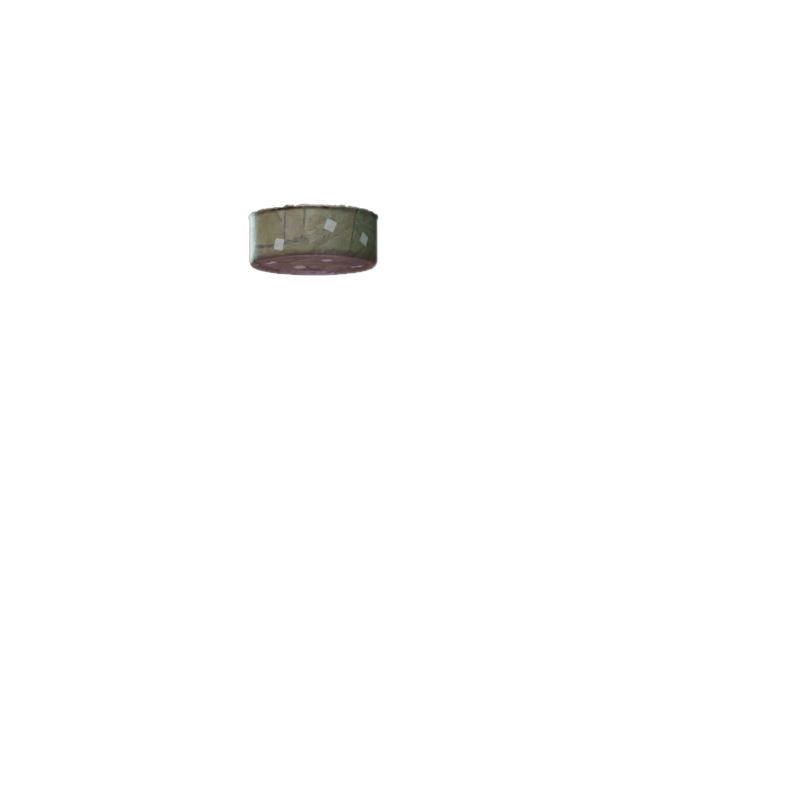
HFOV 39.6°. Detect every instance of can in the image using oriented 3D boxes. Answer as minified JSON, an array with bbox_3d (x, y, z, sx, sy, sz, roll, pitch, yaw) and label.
[{"bbox_3d":[-0.057,-0.104,0.728,0.086,0.034,0.085,0,-3,-2],"label":"can"}]
